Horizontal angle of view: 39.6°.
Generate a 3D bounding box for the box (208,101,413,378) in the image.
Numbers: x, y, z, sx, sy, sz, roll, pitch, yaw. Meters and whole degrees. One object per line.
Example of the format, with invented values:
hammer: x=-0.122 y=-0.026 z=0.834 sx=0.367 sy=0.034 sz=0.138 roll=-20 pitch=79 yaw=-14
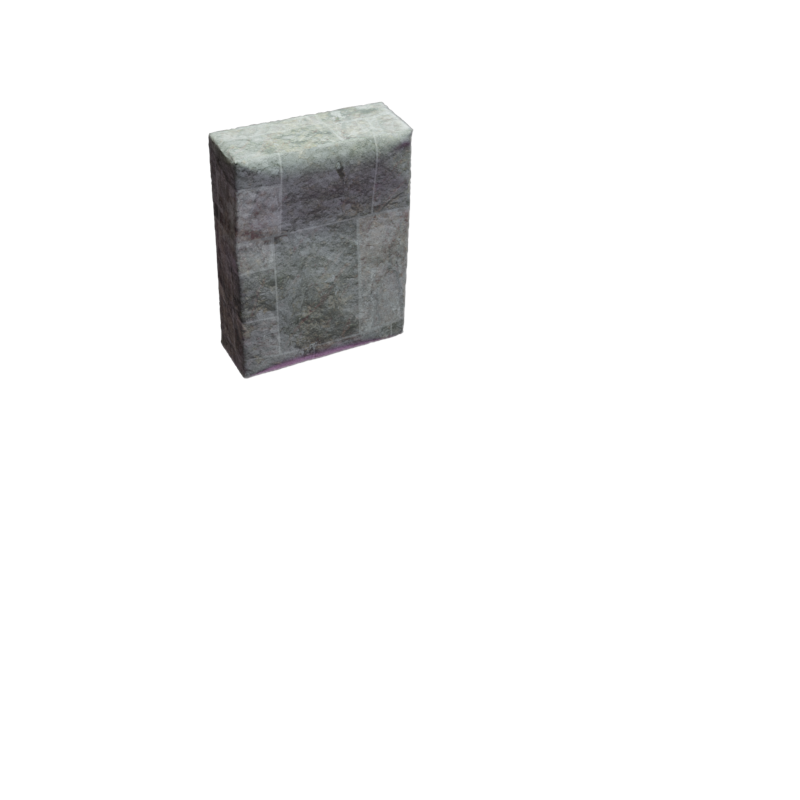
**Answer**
box: x=-0.076 y=-0.138 z=0.969 sx=0.162 sy=0.200 sz=0.078 roll=-14 pitch=37 yaw=-22
